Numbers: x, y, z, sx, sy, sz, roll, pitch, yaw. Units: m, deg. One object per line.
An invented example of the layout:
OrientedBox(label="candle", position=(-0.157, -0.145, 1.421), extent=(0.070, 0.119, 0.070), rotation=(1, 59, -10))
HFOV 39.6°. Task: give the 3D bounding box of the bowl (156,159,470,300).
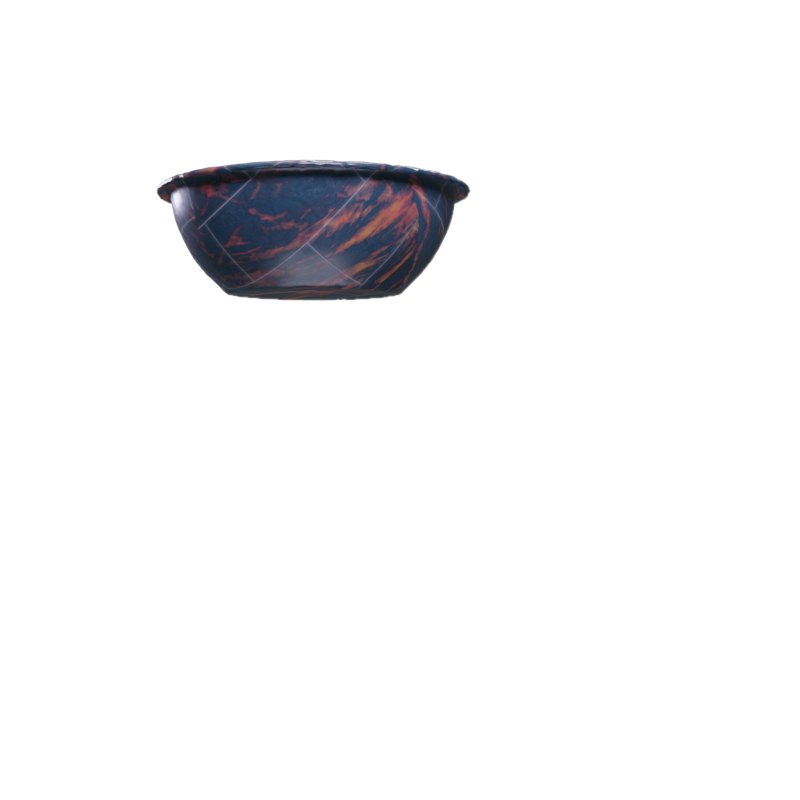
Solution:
OrientedBox(label="bowl", position=(-0.045, -0.082, 0.573), extent=(0.162, 0.055, 0.161), rotation=(0, 0, -2))
